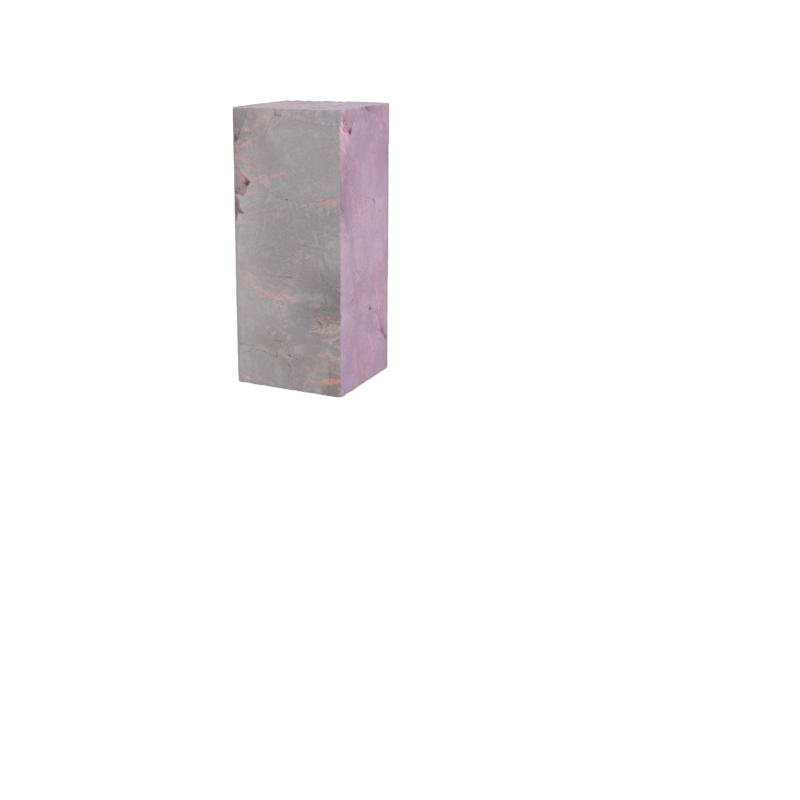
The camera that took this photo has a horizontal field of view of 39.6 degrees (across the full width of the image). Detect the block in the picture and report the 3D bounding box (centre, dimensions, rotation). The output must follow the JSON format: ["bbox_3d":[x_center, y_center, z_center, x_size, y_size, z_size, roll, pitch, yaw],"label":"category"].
[{"bbox_3d":[-0.066,-0.119,0.833,0.094,0.201,0.090,6,14,24],"label":"block"}]
